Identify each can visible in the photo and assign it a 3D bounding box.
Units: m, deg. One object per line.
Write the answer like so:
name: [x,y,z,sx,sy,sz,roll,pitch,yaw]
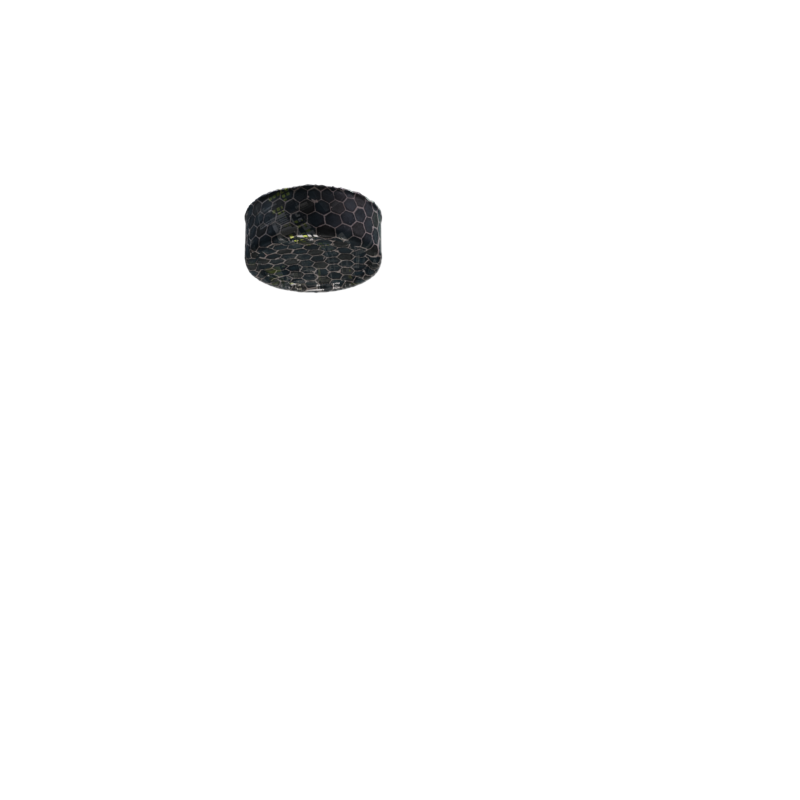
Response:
can: [-0.054,-0.098,0.684,0.086,0.035,0.082,0,-21,-2]
